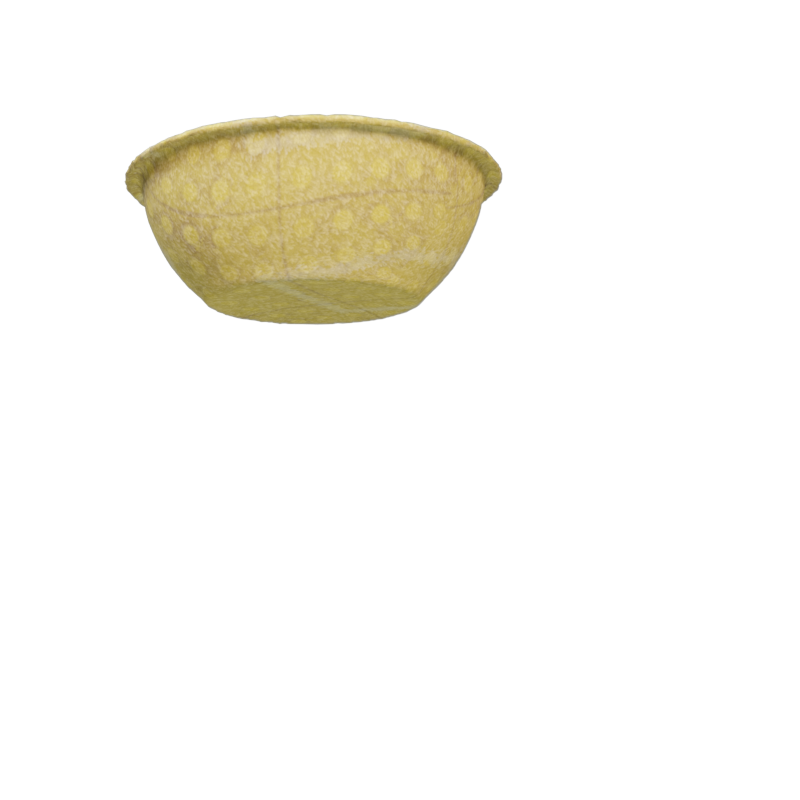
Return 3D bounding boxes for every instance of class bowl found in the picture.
[{"bbox_3d":[-0.037,-0.068,0.474,0.162,0.057,0.158,0,-8,-2],"label":"bowl"}]
